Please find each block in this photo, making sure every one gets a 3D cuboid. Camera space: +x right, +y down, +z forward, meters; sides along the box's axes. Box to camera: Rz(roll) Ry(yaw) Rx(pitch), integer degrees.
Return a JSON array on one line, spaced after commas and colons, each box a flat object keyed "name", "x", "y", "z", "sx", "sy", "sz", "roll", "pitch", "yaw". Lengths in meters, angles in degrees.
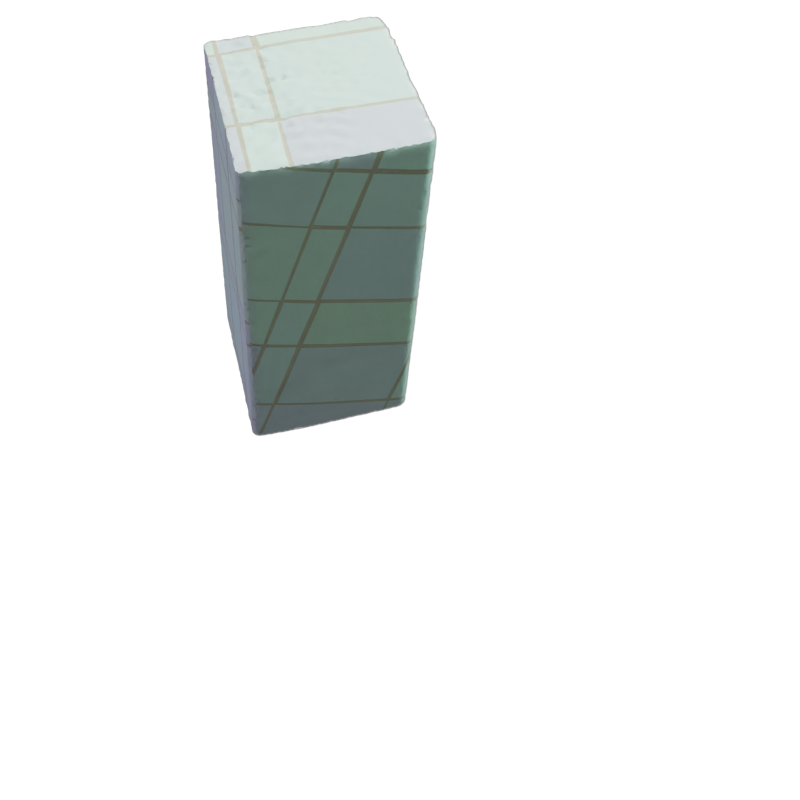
[{"name": "block", "x": -0.044, "y": -0.081, "z": 0.568, "sx": 0.089, "sy": 0.098, "sz": 0.192, "roll": -10, "pitch": -36, "yaw": -11}]
